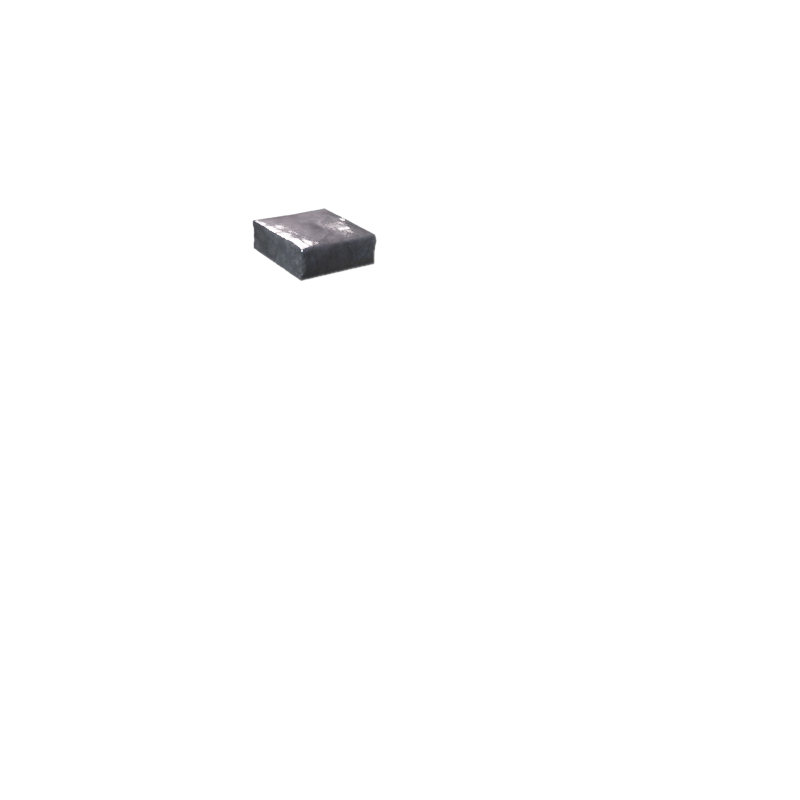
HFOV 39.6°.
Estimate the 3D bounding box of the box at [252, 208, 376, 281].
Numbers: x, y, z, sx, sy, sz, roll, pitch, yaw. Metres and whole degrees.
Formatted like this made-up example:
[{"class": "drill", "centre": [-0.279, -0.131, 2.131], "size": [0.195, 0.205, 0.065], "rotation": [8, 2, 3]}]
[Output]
[{"class": "box", "centre": [-0.074, -0.135, 0.946], "size": [0.072, 0.029, 0.096], "rotation": [-15, 29, -28]}]
